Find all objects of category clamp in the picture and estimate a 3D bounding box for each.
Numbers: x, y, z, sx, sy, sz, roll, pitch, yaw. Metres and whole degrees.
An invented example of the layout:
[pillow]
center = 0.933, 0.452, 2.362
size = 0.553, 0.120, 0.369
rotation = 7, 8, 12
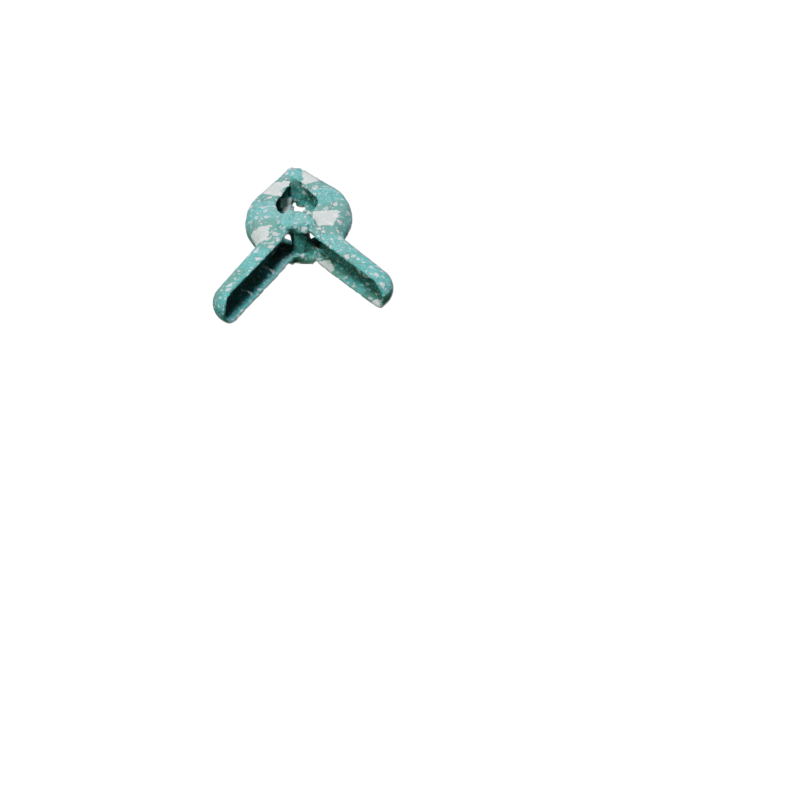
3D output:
[clamp]
center = -0.062, -0.114, 0.797
size = 0.121, 0.037, 0.183
rotation = 3, 42, 3
